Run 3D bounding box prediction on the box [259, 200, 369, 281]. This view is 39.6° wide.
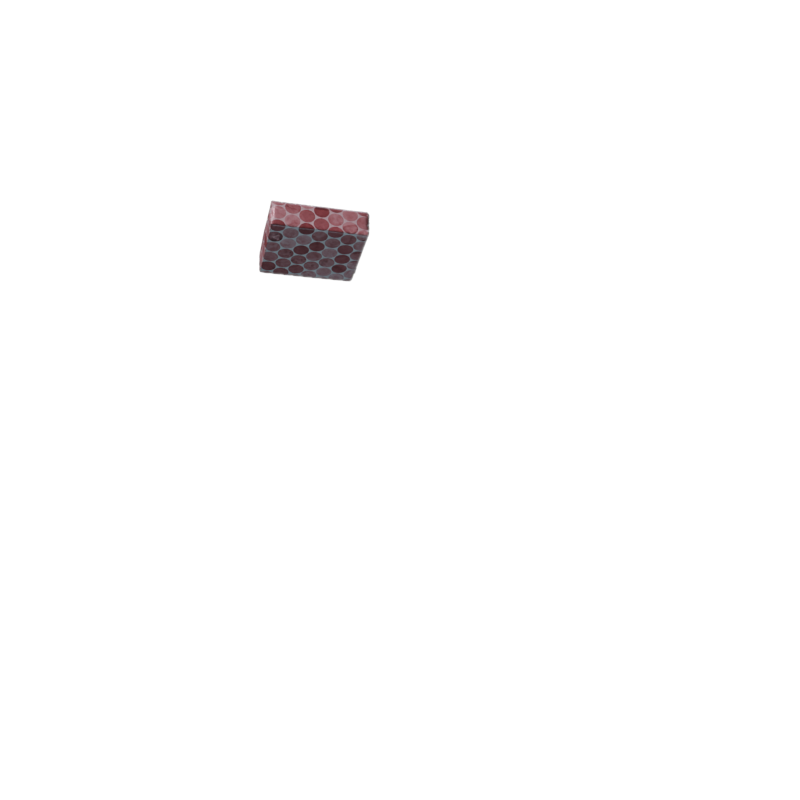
[{"bbox_3d":[-0.077,-0.141,0.991,0.088,0.032,0.069,6,-32,-10],"label":"box"}]
